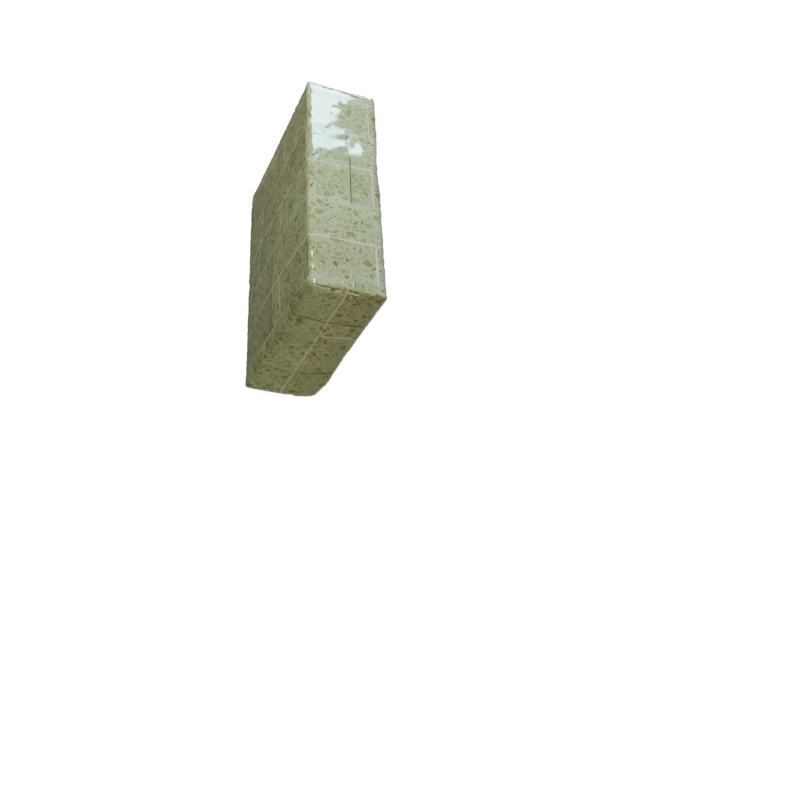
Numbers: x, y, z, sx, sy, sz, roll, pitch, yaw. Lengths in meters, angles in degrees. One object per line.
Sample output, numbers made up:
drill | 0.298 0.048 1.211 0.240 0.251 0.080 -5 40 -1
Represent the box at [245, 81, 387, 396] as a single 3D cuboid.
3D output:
box | -0.074 -0.135 0.943 0.070 0.229 0.158 12 -37 -20
